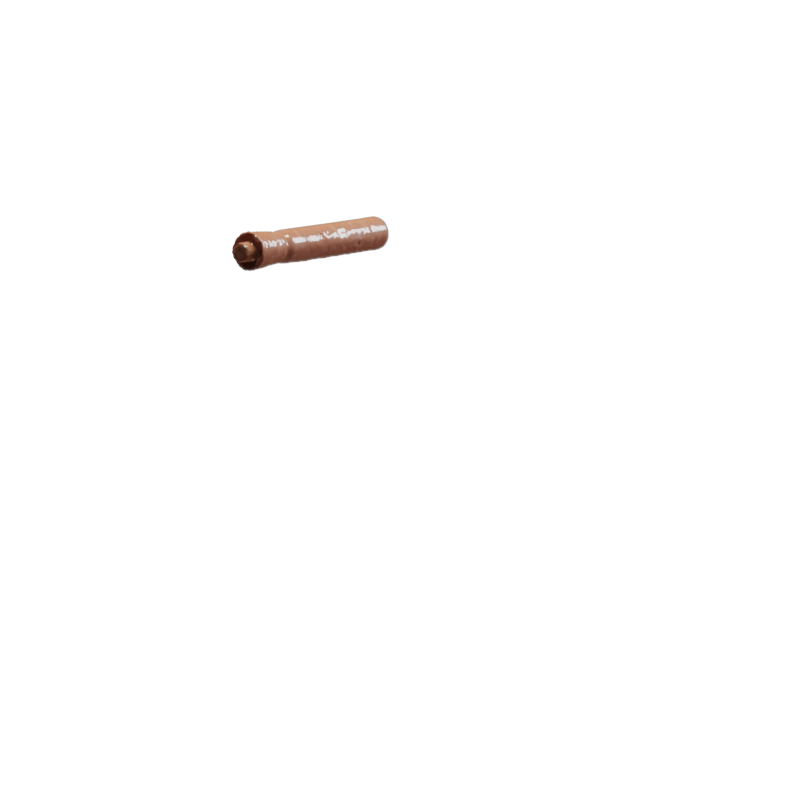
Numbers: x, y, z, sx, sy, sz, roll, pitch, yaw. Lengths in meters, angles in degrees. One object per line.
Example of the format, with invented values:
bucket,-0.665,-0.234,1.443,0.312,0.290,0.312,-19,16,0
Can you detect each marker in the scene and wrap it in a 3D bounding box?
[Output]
marker,-0.044,-0.081,0.568,0.020,0.019,0.119,2,13,31
